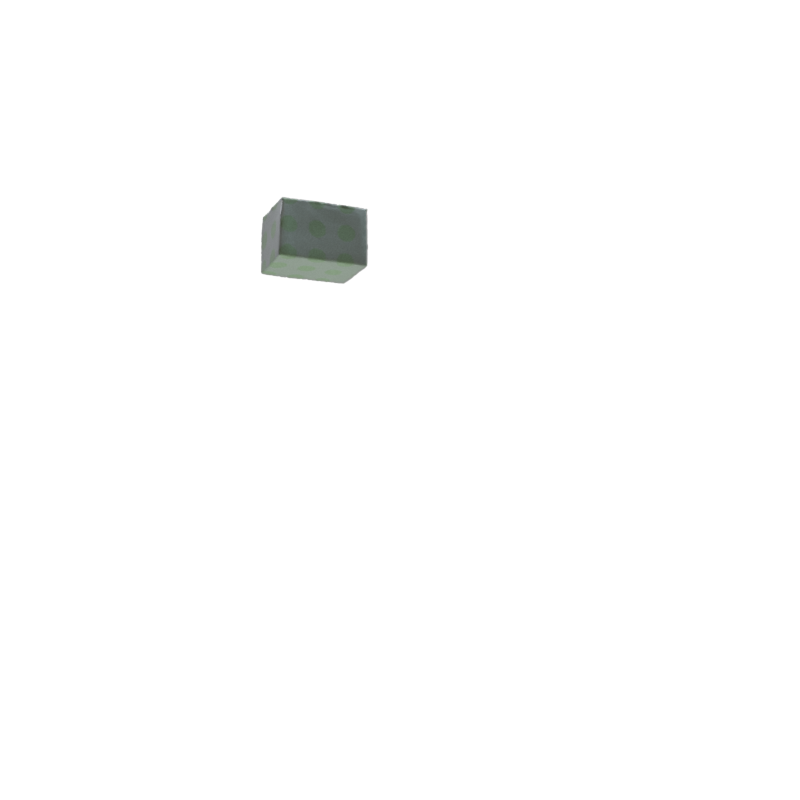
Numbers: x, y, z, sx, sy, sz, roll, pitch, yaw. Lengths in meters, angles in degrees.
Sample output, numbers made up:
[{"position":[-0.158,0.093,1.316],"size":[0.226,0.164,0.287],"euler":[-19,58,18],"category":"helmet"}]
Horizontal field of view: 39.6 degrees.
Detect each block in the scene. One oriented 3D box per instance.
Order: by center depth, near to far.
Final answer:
[{"position":[-0.072,-0.131,0.917],"size":[0.076,0.053,0.052],"euler":[5,-17,-22],"category":"block"}]
